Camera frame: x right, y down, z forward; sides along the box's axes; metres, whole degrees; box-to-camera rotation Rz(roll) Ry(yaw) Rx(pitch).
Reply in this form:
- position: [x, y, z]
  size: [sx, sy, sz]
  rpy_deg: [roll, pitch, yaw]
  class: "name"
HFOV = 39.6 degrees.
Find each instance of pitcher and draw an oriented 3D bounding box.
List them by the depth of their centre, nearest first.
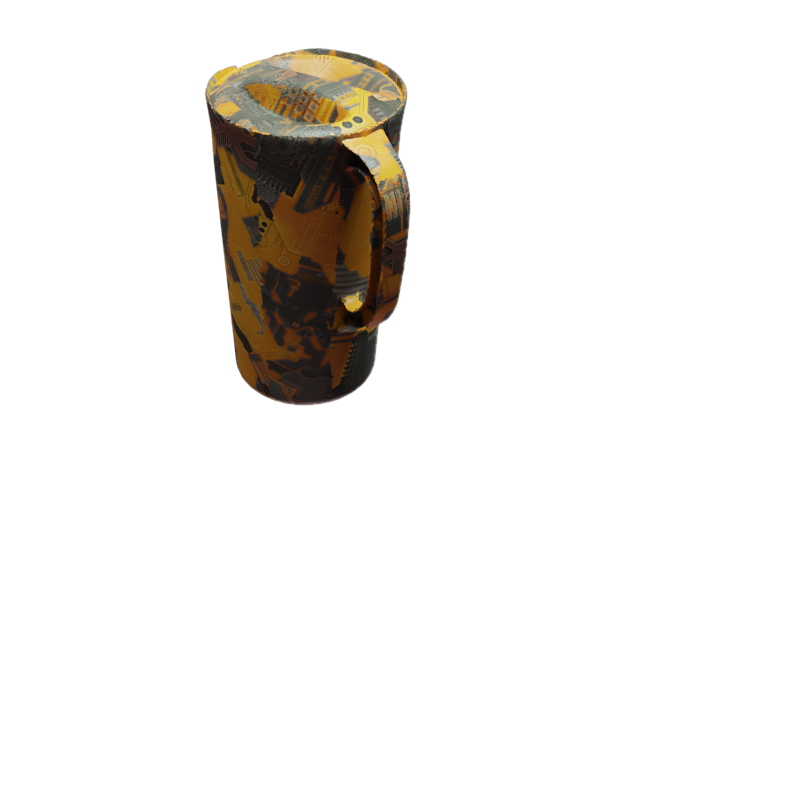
- position: [-0.061, -0.112, 0.783]
  size: [0.147, 0.227, 0.158]
  rpy_deg: [7, 37, 6]
  class: "pitcher"
